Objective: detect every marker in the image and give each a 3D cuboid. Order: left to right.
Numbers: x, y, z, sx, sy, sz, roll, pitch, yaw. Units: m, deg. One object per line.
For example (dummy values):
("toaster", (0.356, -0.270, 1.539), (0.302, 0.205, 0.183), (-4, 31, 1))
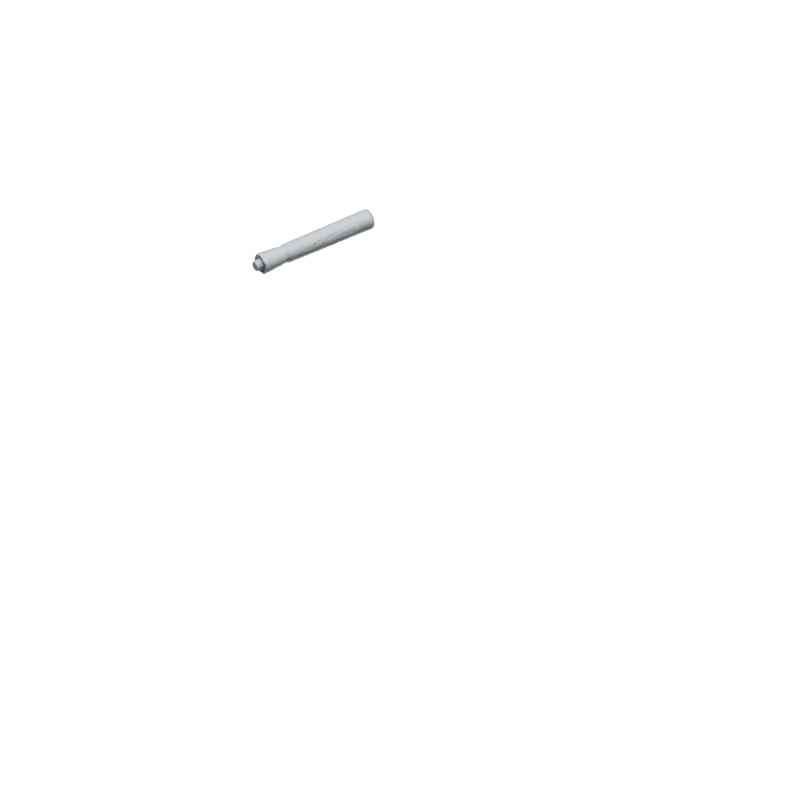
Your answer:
("marker", (-0.076, -0.139, 0.975), (0.120, 0.019, 0.020), (-27, 16, -26))
